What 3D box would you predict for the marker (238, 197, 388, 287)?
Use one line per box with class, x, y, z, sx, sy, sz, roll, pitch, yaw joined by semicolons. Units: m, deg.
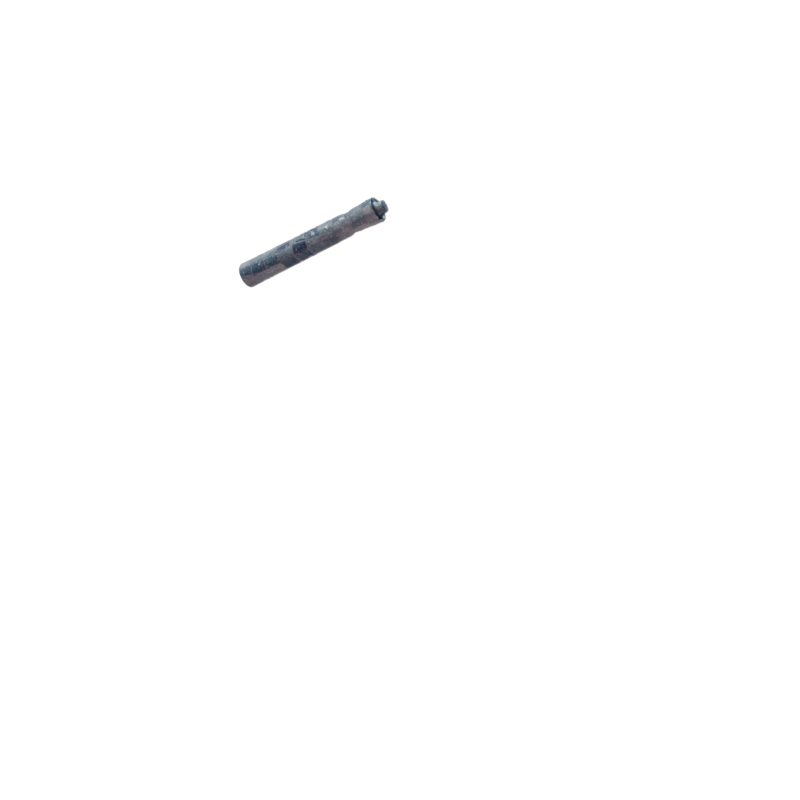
marker;-0.061;-0.111;0.778;0.121;0.020;0.019;-23;-6;25
